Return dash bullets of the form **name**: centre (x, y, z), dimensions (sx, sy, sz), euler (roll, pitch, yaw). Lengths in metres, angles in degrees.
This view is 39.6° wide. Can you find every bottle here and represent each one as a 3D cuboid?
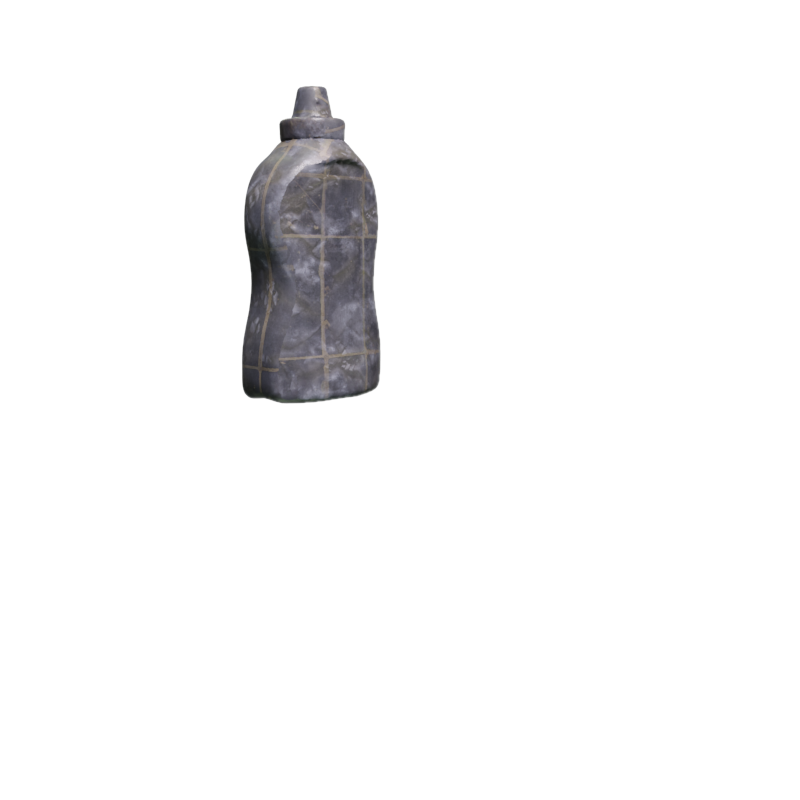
- **bottle**: centre (-0.054, -0.098, 0.690), dimensions (0.061, 0.191, 0.092), euler (1, 2, 45)
